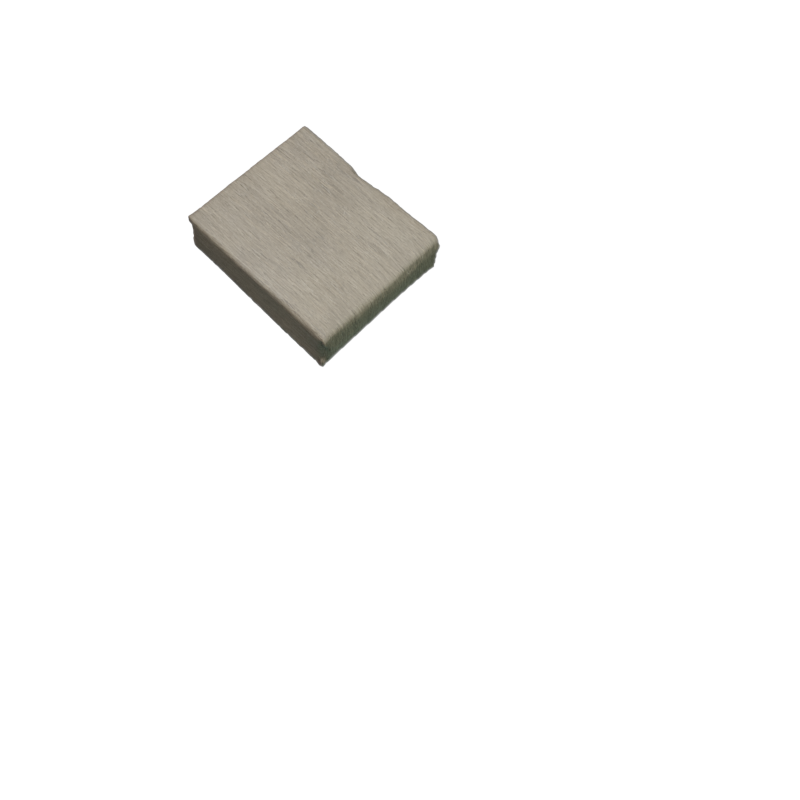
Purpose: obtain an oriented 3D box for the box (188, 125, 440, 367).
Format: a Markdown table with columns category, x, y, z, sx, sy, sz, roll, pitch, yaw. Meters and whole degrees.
| category | x | y | z | sx | sy | sz | roll | pitch | yaw |
| --- | --- | --- | --- | --- | --- | --- | --- | --- | --- |
| box | -0.039 | -0.072 | 0.502 | 0.074 | 0.094 | 0.028 | -41 | -20 | -19 |
